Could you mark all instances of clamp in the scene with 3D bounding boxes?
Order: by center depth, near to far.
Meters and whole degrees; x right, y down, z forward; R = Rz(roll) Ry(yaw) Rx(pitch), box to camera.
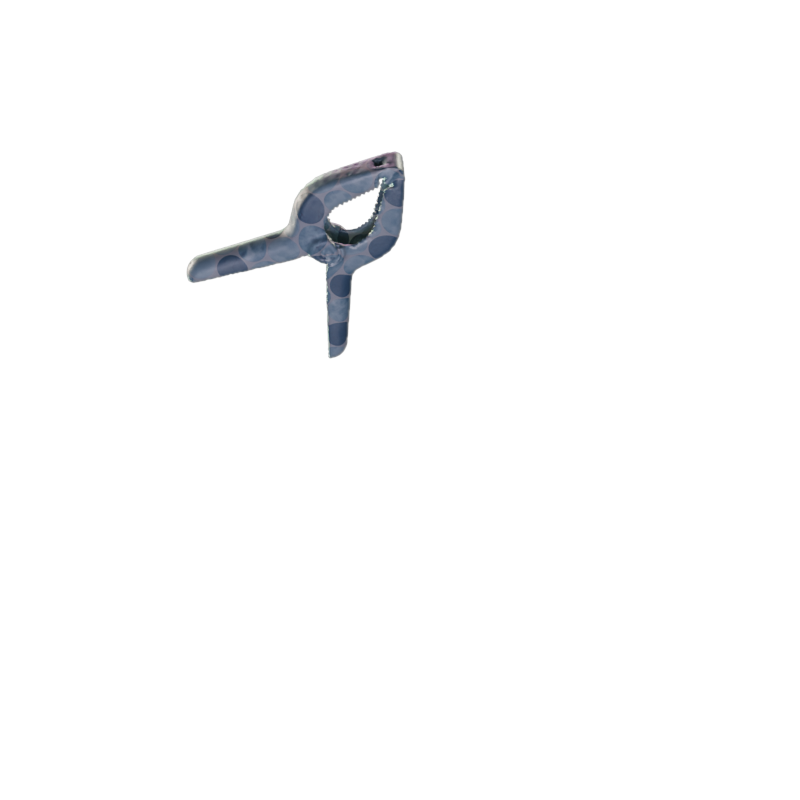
[{"bbox_3d":[-0.074,-0.135,0.944,0.158,0.203,0.039,24,35,-19],"label":"clamp"}]
